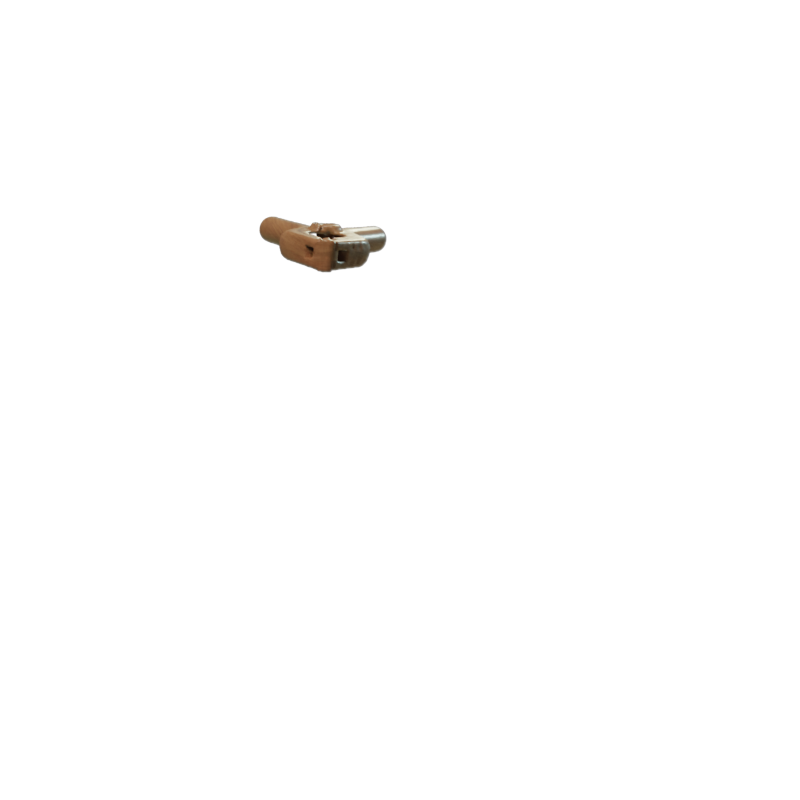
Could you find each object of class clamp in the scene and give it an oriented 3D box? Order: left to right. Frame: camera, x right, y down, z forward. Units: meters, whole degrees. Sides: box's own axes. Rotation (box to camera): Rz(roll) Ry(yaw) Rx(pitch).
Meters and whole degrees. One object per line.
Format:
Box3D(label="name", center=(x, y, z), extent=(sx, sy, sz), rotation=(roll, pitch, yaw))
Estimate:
Box3D(label="clamp", center=(-0.078, -0.142, 0.996), extent=(0.121, 0.038, 0.173), rotation=(1, 12, 5))
